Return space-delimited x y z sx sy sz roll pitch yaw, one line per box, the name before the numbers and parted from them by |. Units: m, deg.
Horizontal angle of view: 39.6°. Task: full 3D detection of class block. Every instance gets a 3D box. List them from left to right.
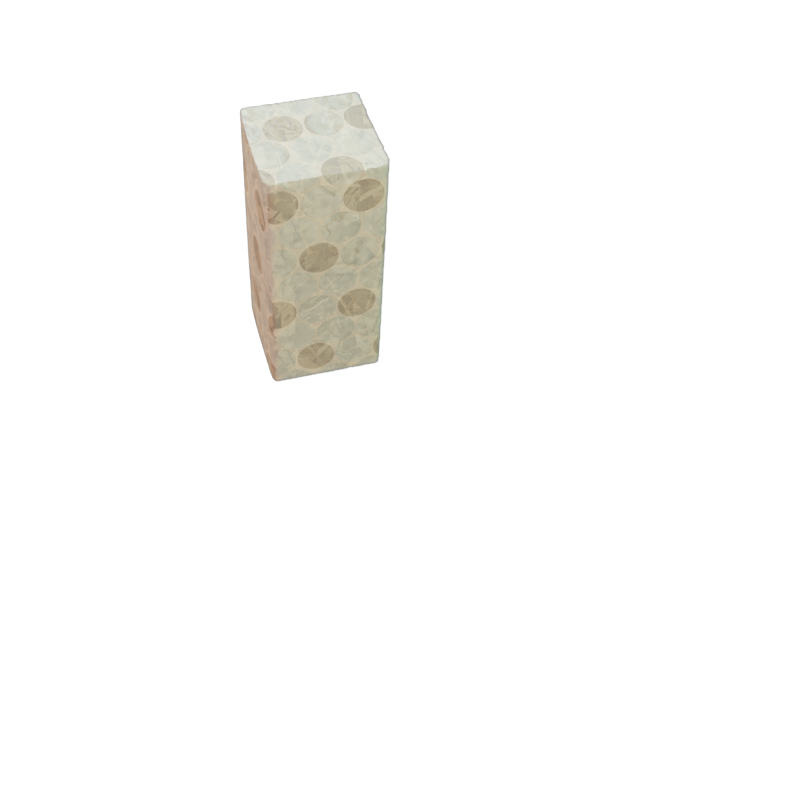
block | -0.066 -0.120 0.841 0.090 0.098 0.192 -10 -41 -12
